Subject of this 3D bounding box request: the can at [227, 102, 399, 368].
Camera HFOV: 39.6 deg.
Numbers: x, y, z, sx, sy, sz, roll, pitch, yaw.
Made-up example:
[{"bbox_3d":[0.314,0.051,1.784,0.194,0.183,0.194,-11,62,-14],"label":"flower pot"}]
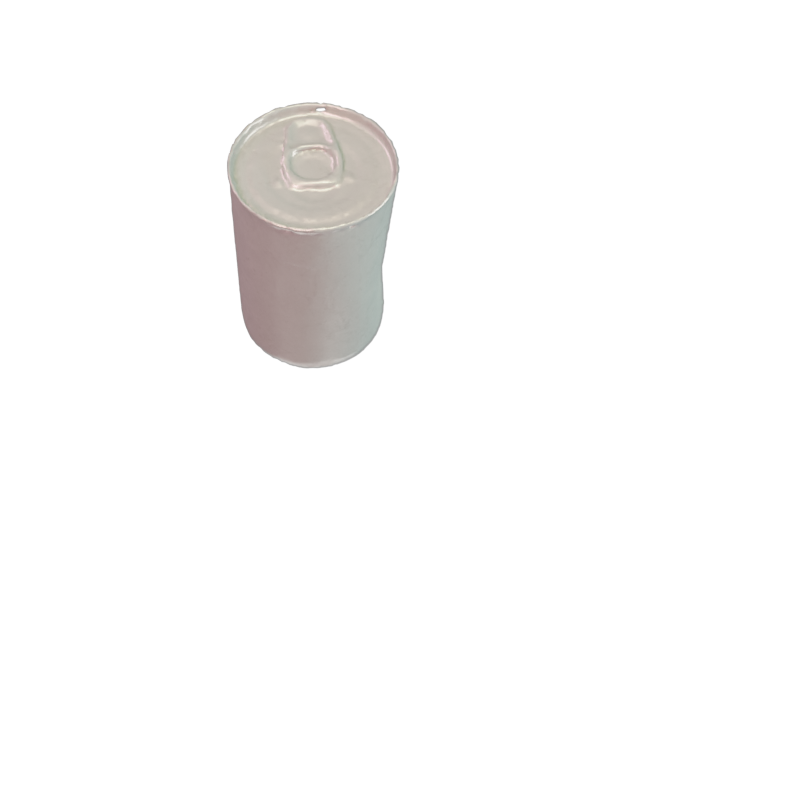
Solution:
[{"bbox_3d":[-0.037,-0.068,0.475,0.068,0.073,0.096,0,-33,-3],"label":"can"}]
